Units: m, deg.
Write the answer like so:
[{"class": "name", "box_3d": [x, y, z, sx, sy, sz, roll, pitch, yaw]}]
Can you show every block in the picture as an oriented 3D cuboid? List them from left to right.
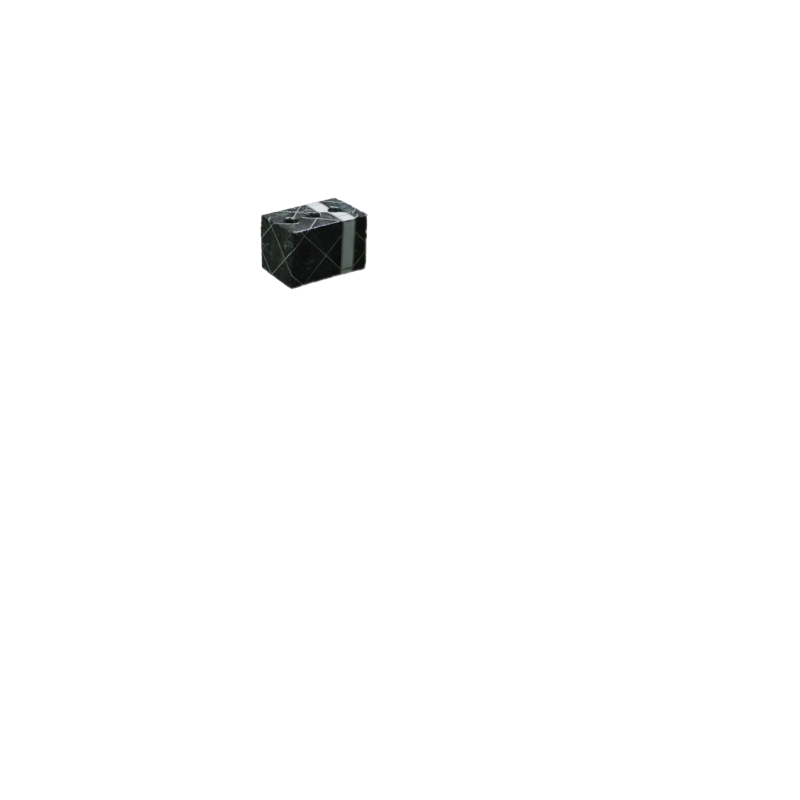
[{"class": "block", "box_3d": [-0.074, -0.135, 0.948, 0.077, 0.048, 0.056, -19, 34, -32]}]
